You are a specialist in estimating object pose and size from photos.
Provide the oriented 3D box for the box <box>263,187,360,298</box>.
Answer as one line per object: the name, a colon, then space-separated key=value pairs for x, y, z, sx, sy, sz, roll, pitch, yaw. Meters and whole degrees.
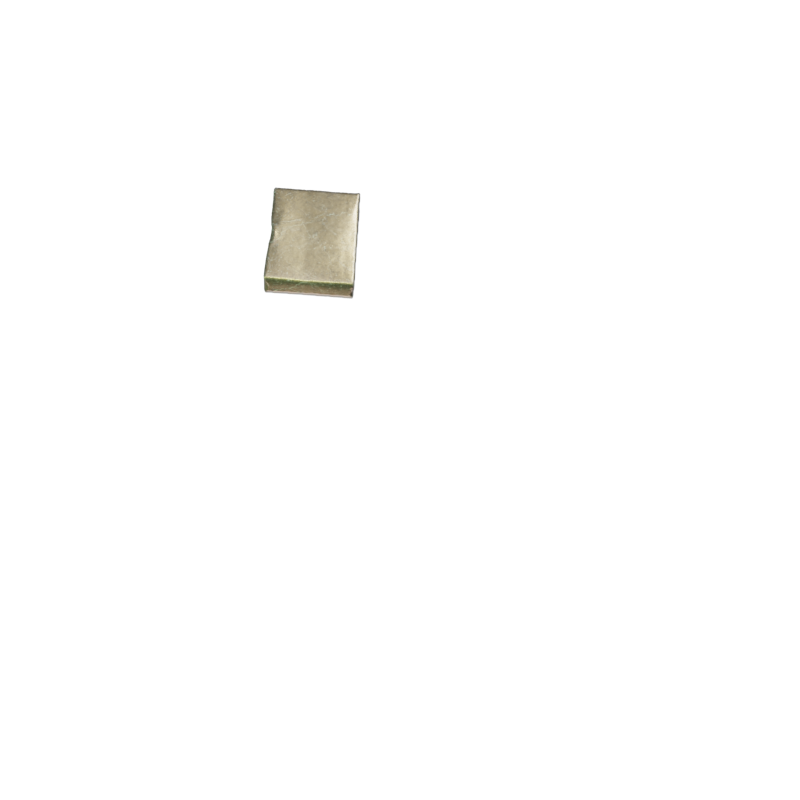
box: x=-0.071 y=-0.130 z=0.910 sx=0.073 sy=0.094 sz=0.028 roll=4 pitch=-27 yaw=1
